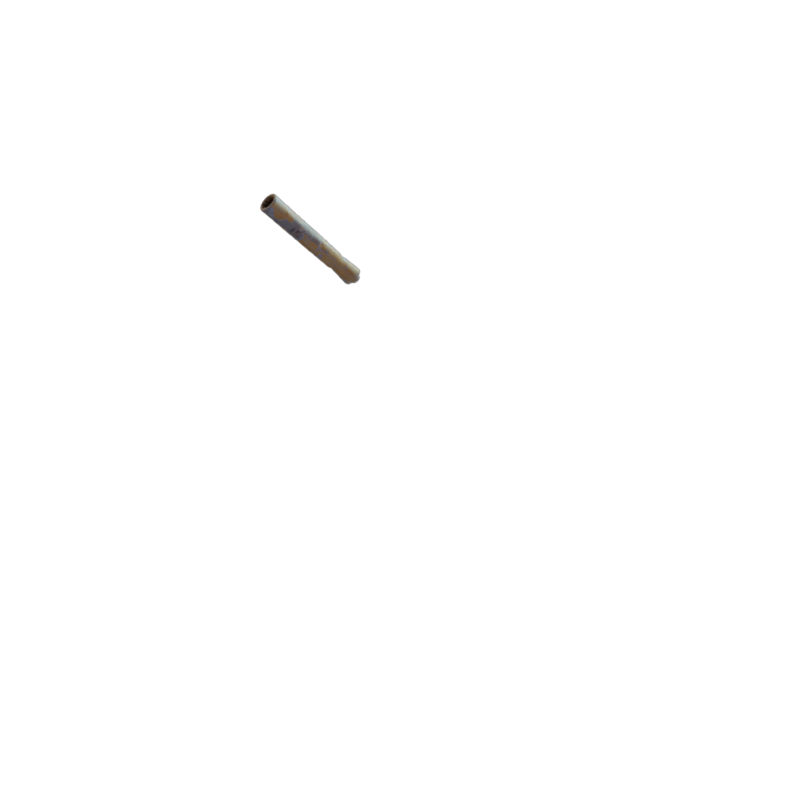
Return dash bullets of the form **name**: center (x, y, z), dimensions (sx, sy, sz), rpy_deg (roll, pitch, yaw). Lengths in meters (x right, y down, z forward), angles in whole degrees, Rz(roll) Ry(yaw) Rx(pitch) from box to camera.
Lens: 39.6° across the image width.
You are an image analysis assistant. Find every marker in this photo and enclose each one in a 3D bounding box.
- **marker**: center (-0.077, -0.141, 0.989), dimensions (0.113, 0.020, 0.021), rpy_deg (39, -21, -32)
